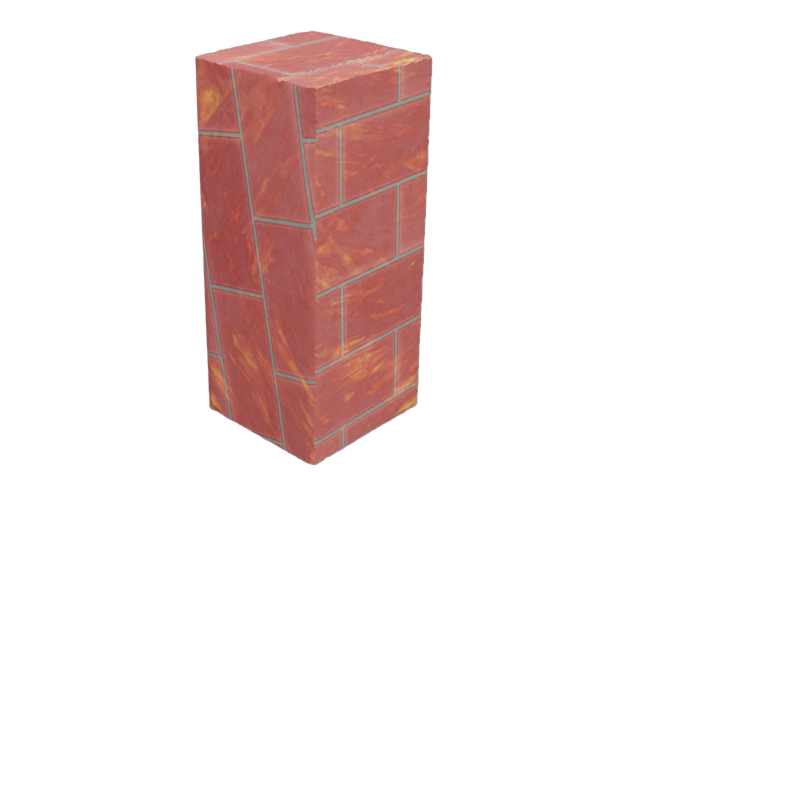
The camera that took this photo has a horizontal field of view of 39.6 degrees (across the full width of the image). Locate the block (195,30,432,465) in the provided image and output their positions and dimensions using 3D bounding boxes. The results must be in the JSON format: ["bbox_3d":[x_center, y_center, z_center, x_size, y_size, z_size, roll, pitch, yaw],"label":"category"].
[{"bbox_3d":[-0.048,-0.086,0.604,0.096,0.195,0.090,22,32,36],"label":"block"}]
